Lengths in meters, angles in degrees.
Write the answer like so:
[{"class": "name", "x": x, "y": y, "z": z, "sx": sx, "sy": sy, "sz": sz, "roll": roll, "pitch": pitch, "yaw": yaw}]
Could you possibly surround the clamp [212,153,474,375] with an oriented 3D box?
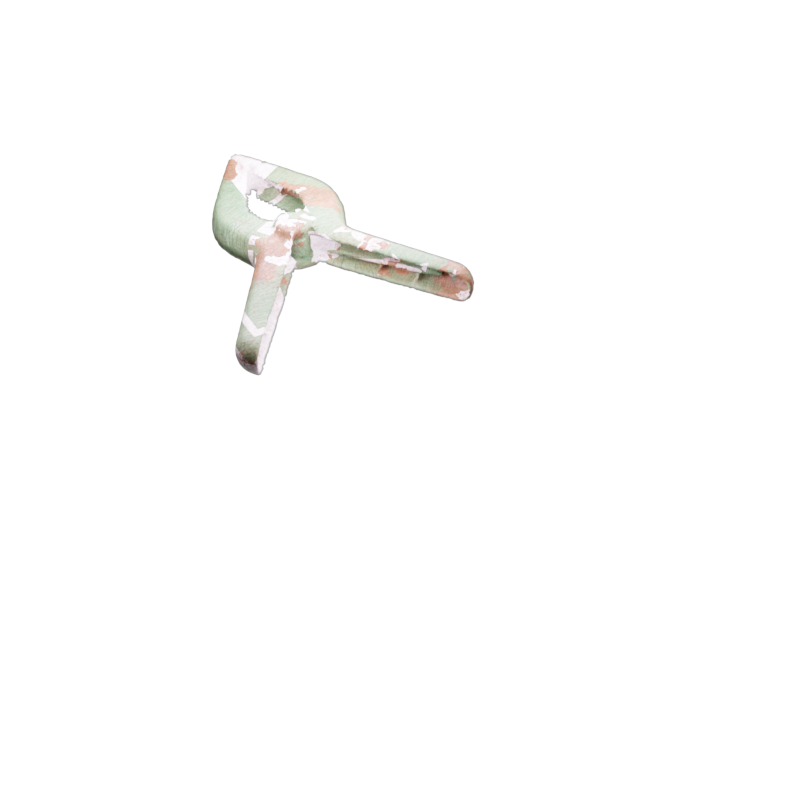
[{"class": "clamp", "x": -0.059, "y": -0.108, "z": 0.759, "sx": 0.162, "sy": 0.034, "sz": 0.228, "roll": -15, "pitch": 44, "yaw": -16}]
